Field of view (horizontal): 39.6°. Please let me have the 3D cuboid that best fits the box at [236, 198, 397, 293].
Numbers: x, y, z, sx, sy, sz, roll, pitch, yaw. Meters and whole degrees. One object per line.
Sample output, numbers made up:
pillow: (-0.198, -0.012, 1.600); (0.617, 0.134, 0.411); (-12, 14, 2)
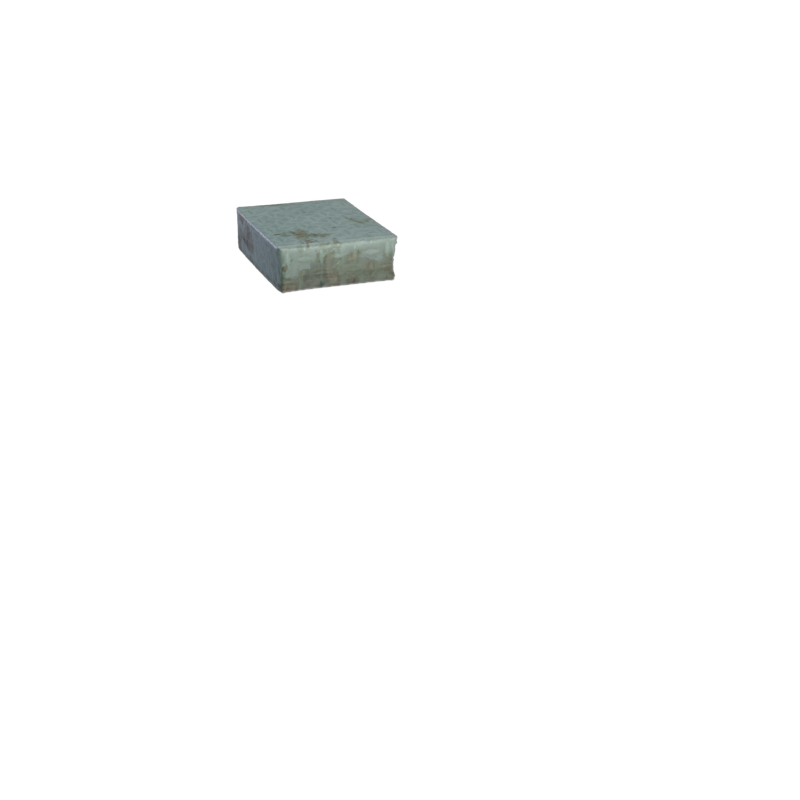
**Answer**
box: (-0.065, -0.117, 0.823); (0.088, 0.037, 0.121); (-9, 27, -19)
